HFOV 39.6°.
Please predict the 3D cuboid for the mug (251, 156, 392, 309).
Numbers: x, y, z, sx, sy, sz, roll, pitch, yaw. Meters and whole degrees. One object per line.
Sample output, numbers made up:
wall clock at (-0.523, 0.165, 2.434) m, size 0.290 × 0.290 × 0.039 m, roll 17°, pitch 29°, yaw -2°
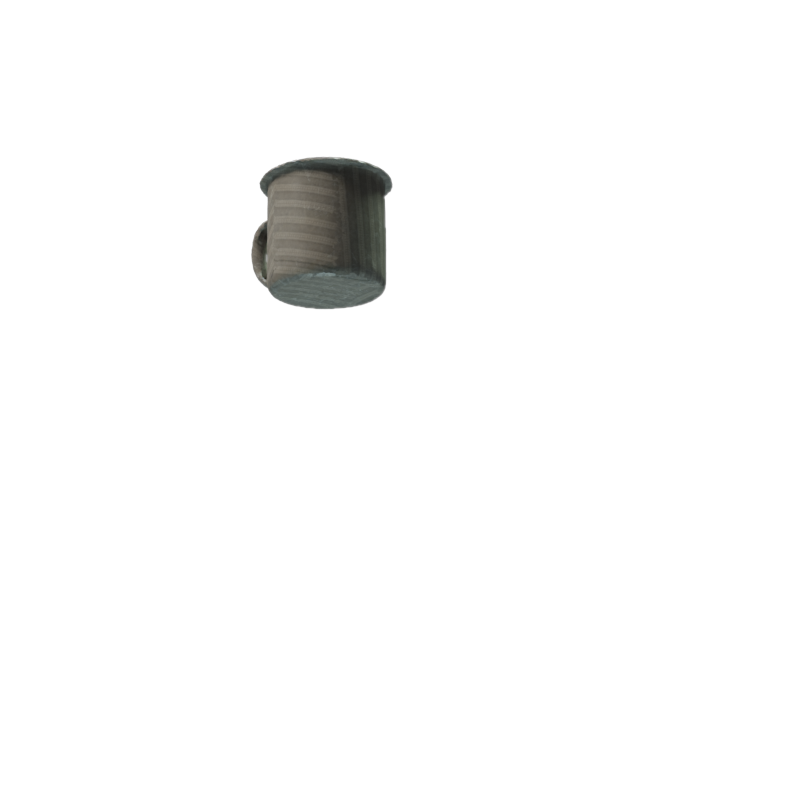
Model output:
mug at (-0.060, -0.110, 0.772) m, size 0.119 × 0.085 × 0.088 m, roll -12°, pitch -20°, yaw 37°
